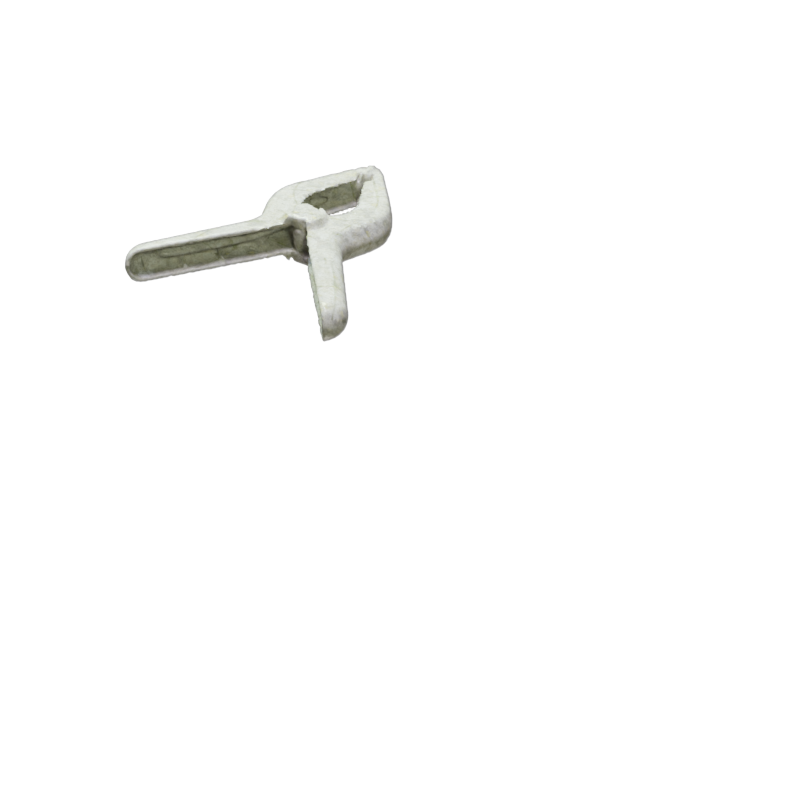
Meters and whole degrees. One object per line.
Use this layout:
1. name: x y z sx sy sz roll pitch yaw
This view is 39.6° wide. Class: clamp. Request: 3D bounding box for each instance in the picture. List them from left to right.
1. clamp: -0.060 -0.109 0.762 0.174 0.034 0.211 22 40 30
